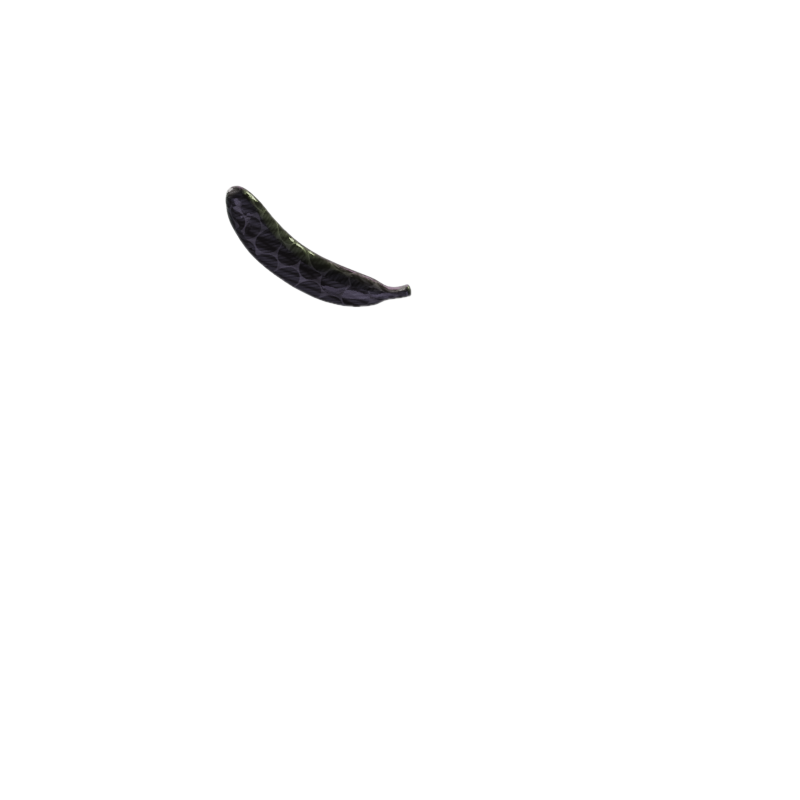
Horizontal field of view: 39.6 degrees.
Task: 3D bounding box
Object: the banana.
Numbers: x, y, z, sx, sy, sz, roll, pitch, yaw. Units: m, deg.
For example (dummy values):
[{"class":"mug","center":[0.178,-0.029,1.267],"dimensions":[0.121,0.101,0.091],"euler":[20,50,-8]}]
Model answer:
[{"class":"banana","center":[-0.085,-0.128,0.986],"dimensions":[0.188,0.039,0.068],"euler":[26,-49,-26]}]
